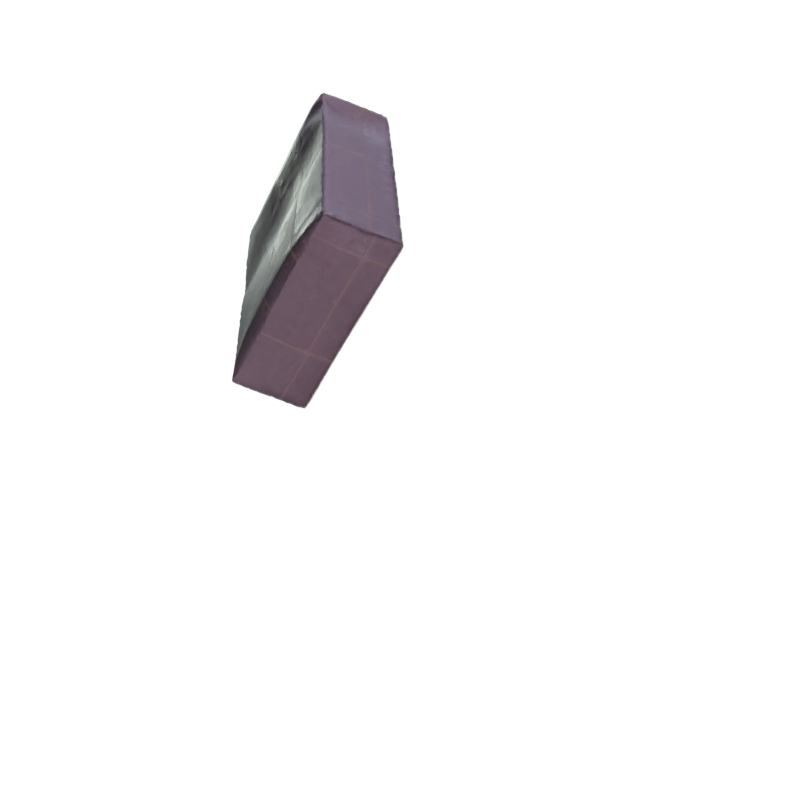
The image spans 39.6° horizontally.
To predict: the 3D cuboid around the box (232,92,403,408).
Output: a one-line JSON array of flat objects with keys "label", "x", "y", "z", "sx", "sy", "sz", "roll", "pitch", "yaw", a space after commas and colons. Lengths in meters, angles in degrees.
[{"label": "box", "x": -0.069, "y": -0.127, "z": 0.886, "sx": 0.069, "sy": 0.158, "sz": 0.229, "roll": 21, "pitch": 32, "yaw": -19}]
